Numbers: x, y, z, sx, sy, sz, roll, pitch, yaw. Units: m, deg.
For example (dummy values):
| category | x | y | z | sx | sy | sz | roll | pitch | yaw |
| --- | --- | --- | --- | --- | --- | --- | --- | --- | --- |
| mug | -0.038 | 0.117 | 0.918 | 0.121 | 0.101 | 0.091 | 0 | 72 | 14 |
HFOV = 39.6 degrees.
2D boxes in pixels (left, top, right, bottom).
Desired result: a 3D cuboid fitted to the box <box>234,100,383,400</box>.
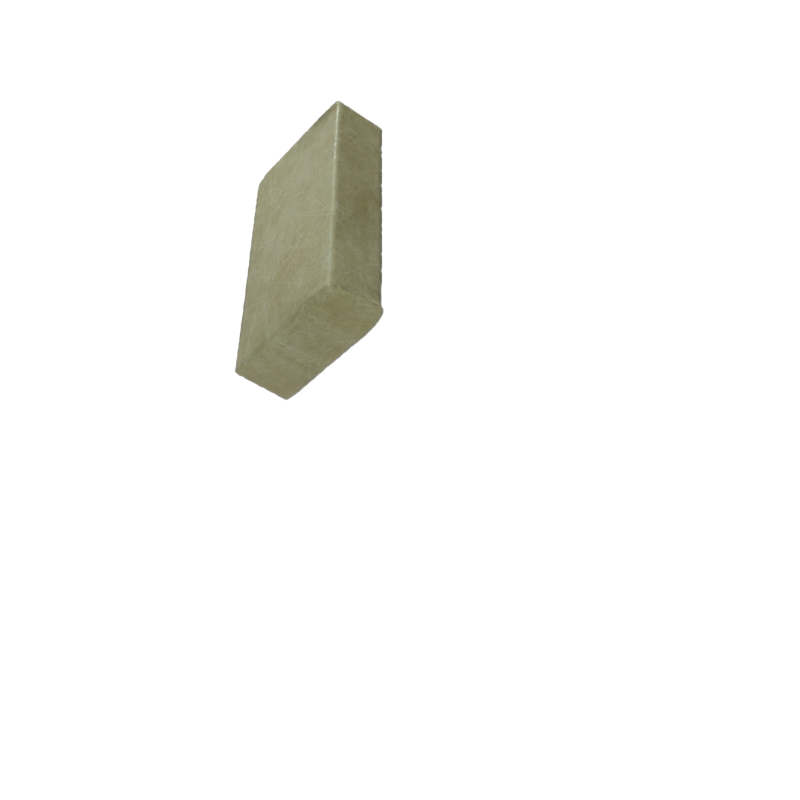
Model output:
| category | x | y | z | sx | sy | sz | roll | pitch | yaw |
| --- | --- | --- | --- | --- | --- | --- | --- | --- | --- |
| box | -0.054 | -0.097 | 0.683 | 0.045 | 0.189 | 0.092 | 29 | -52 | -30 |
